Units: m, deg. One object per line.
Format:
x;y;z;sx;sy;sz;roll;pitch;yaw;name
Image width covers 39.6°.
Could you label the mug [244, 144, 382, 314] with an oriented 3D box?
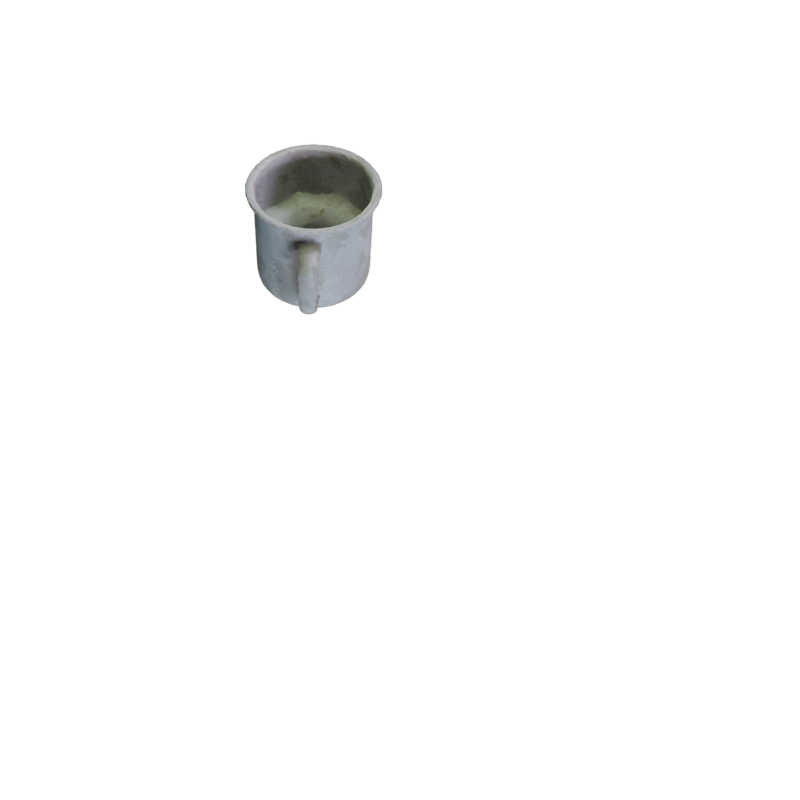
-0.060;-0.110;0.769;0.093;0.126;0.076;0;-43;-2;mug
